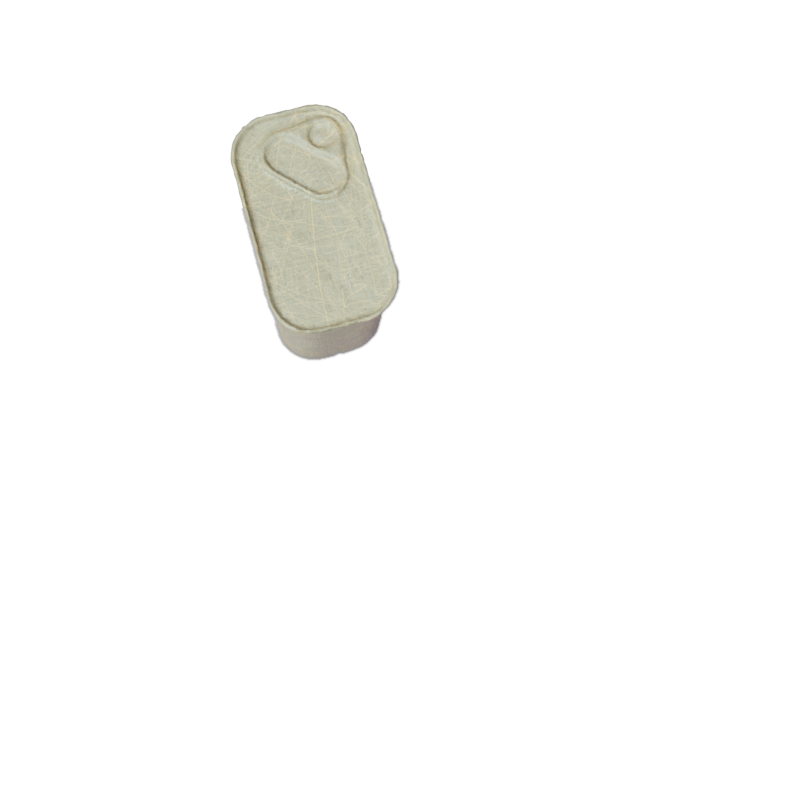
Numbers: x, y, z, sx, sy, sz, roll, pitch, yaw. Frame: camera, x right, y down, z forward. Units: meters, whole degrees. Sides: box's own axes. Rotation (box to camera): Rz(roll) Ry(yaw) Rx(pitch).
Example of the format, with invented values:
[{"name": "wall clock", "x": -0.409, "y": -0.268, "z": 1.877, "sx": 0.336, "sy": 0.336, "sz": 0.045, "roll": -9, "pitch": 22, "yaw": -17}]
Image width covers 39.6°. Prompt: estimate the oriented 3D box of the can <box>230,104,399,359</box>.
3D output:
[{"name": "can", "x": -0.041, "y": -0.074, "z": 0.520, "sx": 0.057, "sy": 0.106, "sz": 0.081, "roll": -15, "pitch": -12, "yaw": -6}]
